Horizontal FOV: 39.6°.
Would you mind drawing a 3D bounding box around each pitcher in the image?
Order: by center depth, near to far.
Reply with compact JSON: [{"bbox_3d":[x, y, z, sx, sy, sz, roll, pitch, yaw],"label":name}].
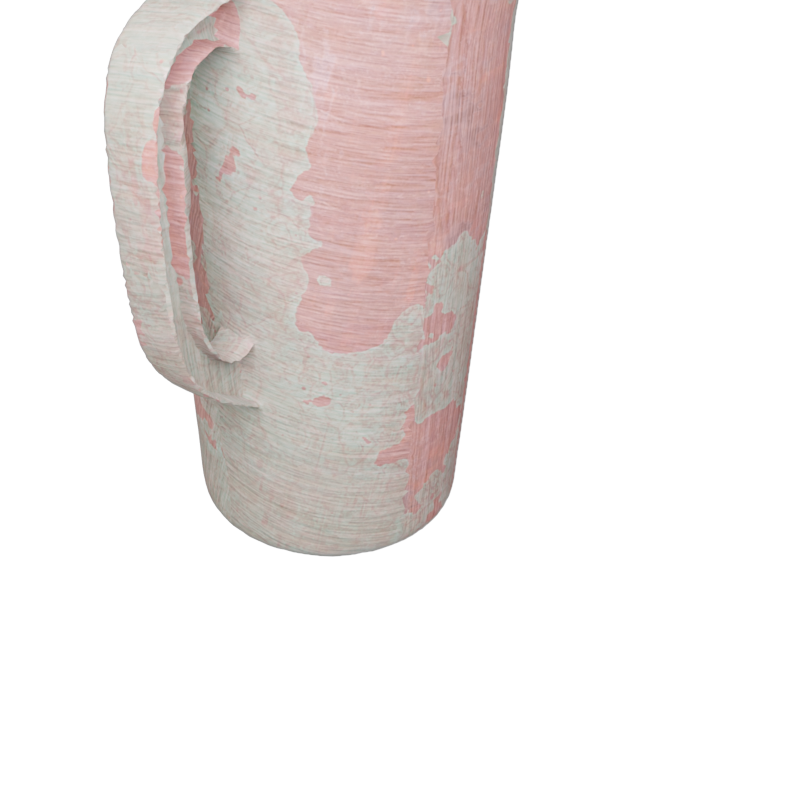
[{"bbox_3d":[-0.033,-0.060,0.422,0.147,0.229,0.155,-5,29,-12],"label":"pitcher"}]
